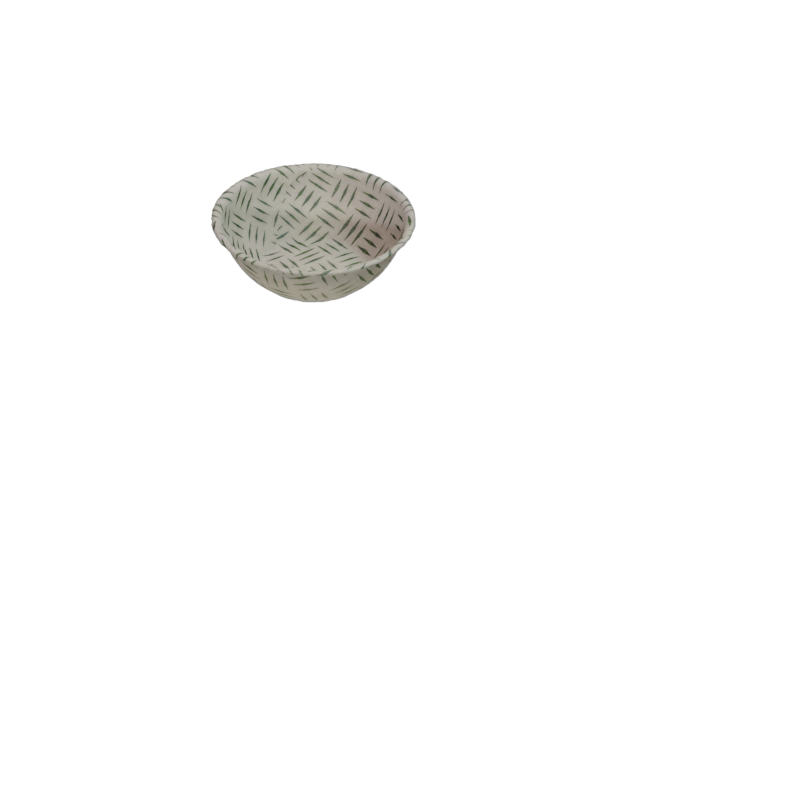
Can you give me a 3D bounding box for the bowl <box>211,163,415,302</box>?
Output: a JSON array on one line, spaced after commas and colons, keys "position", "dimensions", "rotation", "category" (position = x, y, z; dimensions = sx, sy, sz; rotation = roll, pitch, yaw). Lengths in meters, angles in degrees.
[{"position": [-0.070, -0.127, 0.889], "dimensions": [0.162, 0.051, 0.174], "rotation": [-1, 39, -2], "category": "bowl"}]
